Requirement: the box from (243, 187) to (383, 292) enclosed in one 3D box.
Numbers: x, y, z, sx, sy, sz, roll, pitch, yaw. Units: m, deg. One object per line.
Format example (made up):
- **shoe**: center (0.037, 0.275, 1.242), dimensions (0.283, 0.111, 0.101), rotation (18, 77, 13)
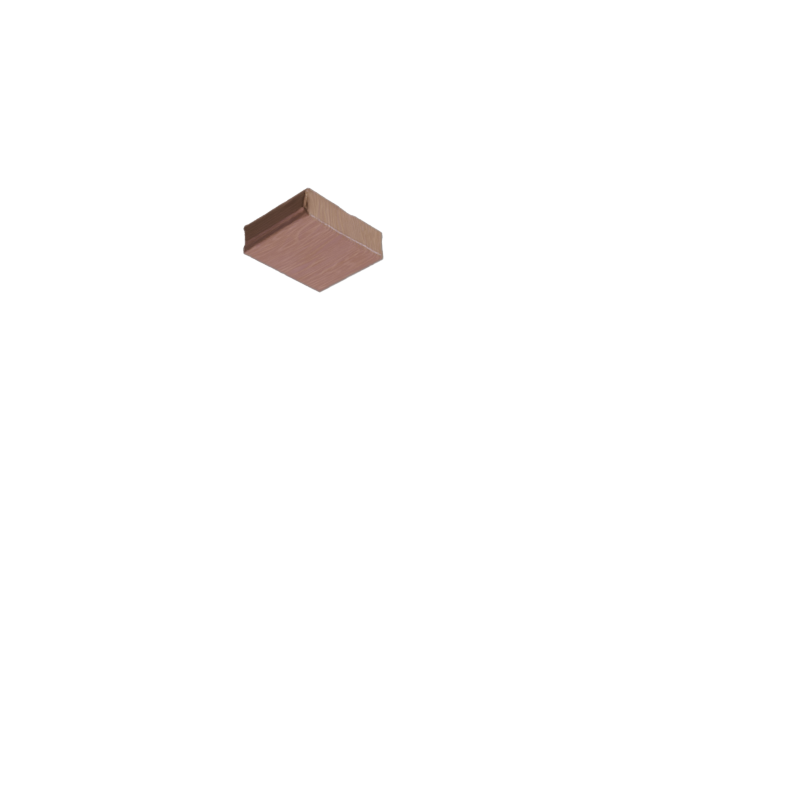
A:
- **box**: center (-0.069, -0.126, 0.883), dimensions (0.073, 0.032, 0.084), rotation (-26, -38, 37)
